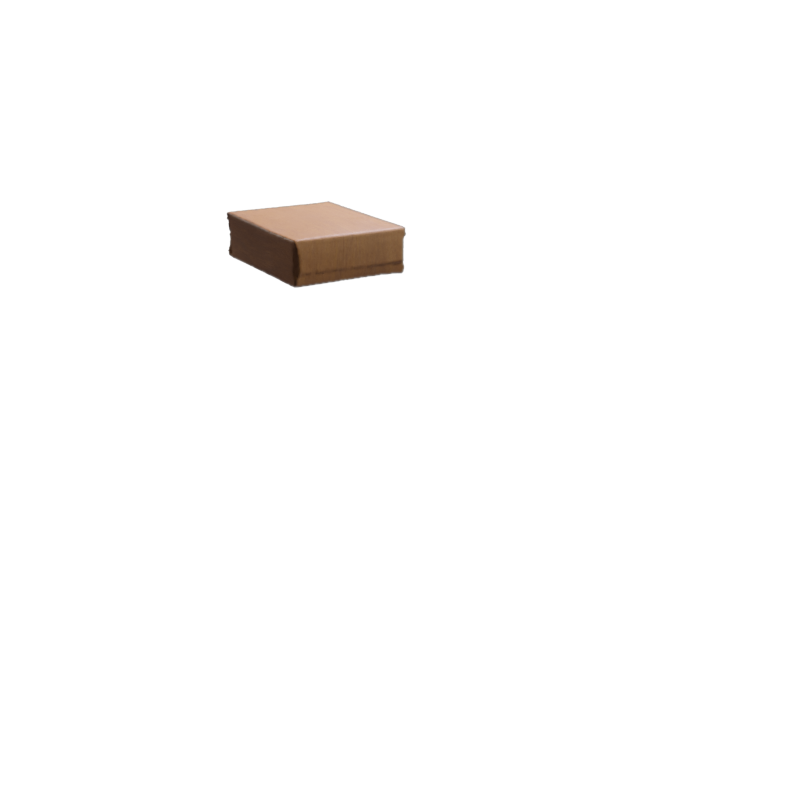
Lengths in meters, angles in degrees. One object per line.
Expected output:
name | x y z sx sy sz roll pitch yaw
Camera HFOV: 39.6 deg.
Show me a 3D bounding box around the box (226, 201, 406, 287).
box | -0.063 -0.115 0.806 0.088 0.038 0.120 -10 20 -30
